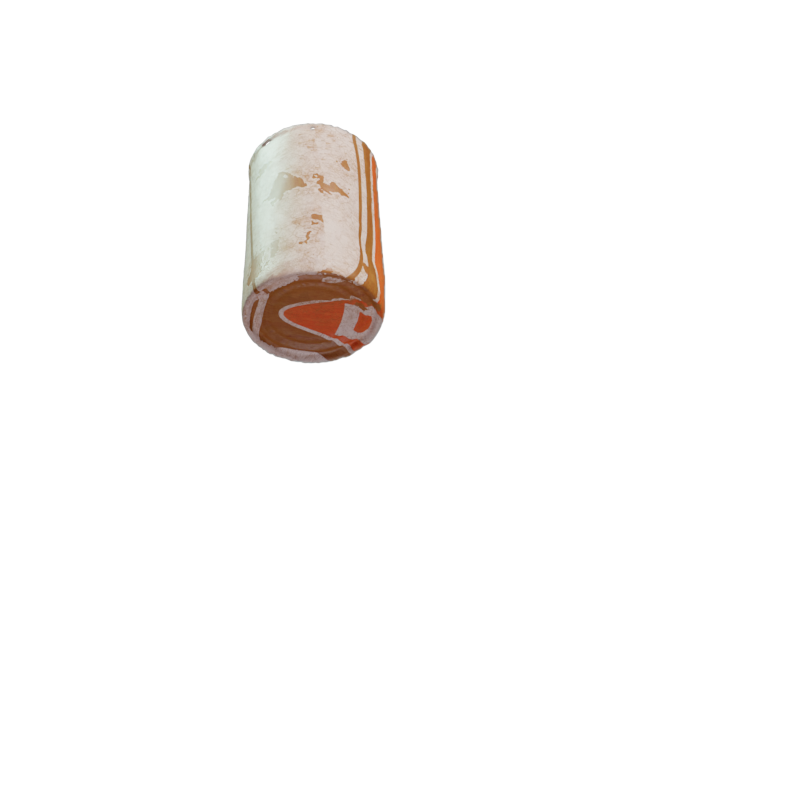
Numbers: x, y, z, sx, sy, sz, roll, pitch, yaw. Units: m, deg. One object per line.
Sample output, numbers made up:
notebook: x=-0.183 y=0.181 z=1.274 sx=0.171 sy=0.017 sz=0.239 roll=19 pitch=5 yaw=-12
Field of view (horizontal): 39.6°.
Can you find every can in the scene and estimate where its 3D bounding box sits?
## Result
can: x=-0.043 y=-0.078 z=0.545 sx=0.068 sy=0.110 sz=0.064 roll=-1 pitch=-41 yaw=-3
